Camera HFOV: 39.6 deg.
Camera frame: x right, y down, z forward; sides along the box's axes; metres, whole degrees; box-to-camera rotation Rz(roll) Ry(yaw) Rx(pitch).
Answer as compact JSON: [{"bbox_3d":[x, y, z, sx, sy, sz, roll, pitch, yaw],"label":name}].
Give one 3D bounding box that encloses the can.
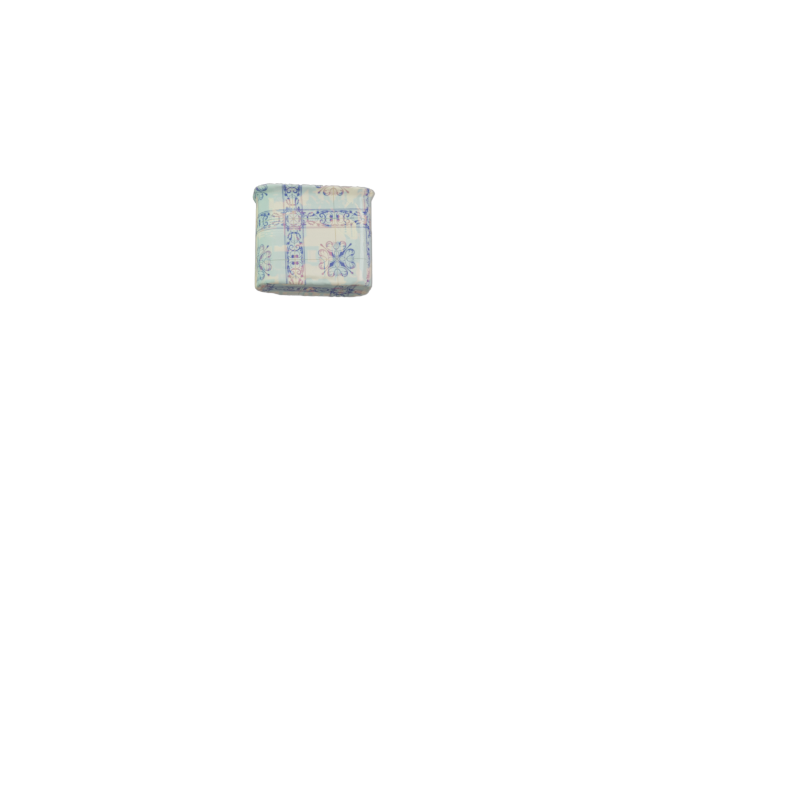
[{"bbox_3d":[-0.073,-0.132,0.928,0.101,0.086,0.056,1,-12,-8],"label":"can"}]
